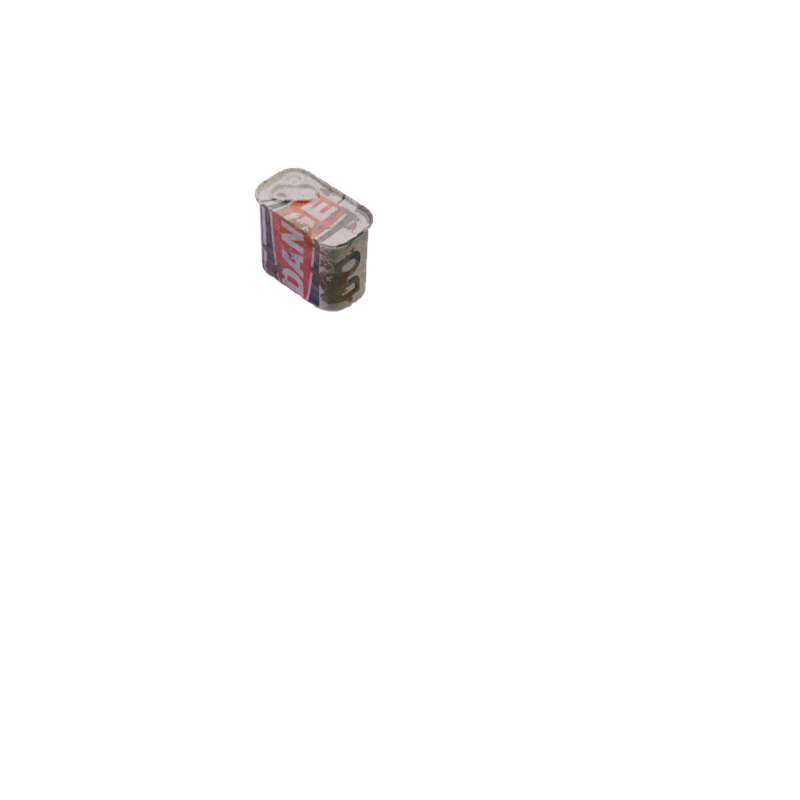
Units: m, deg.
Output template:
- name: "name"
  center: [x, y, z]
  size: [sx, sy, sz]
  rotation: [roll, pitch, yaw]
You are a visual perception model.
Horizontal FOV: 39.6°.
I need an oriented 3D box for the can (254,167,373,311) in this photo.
- name: "can"
  center: [-0.073, -0.133, 0.933]
  size: [0.108, 0.078, 0.058]
  rotation: [36, 55, 27]
